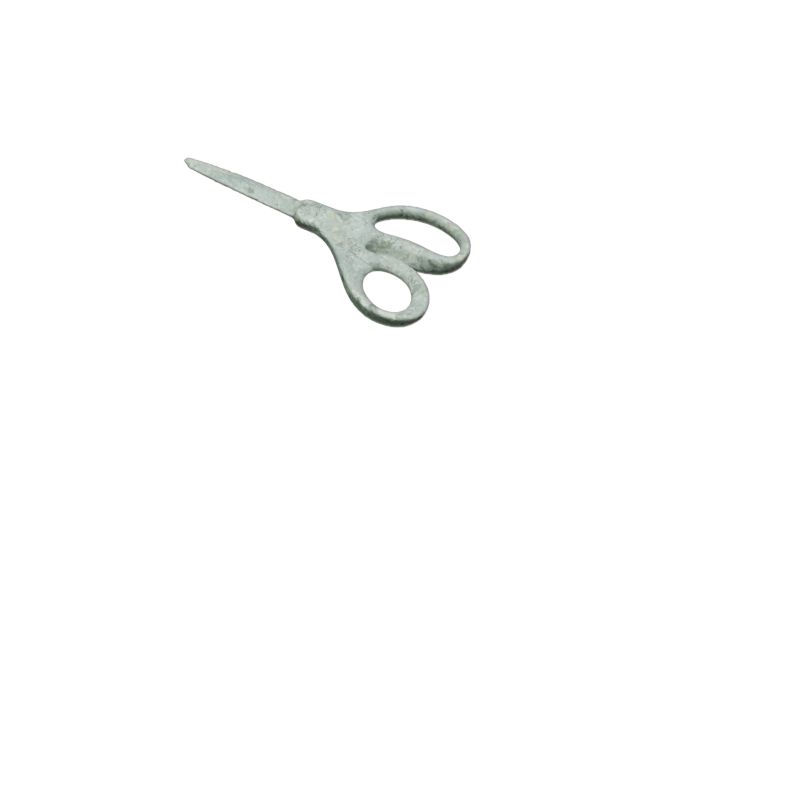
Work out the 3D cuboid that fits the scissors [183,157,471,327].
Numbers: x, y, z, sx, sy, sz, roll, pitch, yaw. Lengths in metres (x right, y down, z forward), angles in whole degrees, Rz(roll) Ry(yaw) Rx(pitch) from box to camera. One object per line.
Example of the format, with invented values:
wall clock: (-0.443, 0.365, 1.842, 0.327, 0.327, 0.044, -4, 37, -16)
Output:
scissors: (-0.057, -0.103, 0.723, 0.204, 0.101, 0.015, 11, -30, 6)
